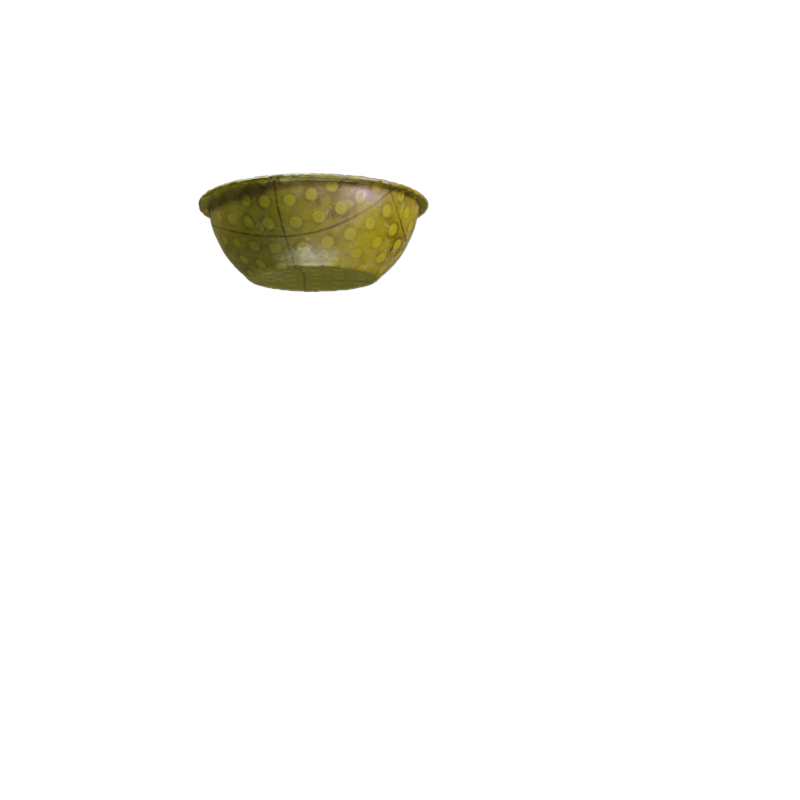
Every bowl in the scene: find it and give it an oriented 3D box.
[{"bbox_3d":[-0.061,-0.110,0.773,0.162,0.056,0.159,0,-6,-2],"label":"bowl"}]
